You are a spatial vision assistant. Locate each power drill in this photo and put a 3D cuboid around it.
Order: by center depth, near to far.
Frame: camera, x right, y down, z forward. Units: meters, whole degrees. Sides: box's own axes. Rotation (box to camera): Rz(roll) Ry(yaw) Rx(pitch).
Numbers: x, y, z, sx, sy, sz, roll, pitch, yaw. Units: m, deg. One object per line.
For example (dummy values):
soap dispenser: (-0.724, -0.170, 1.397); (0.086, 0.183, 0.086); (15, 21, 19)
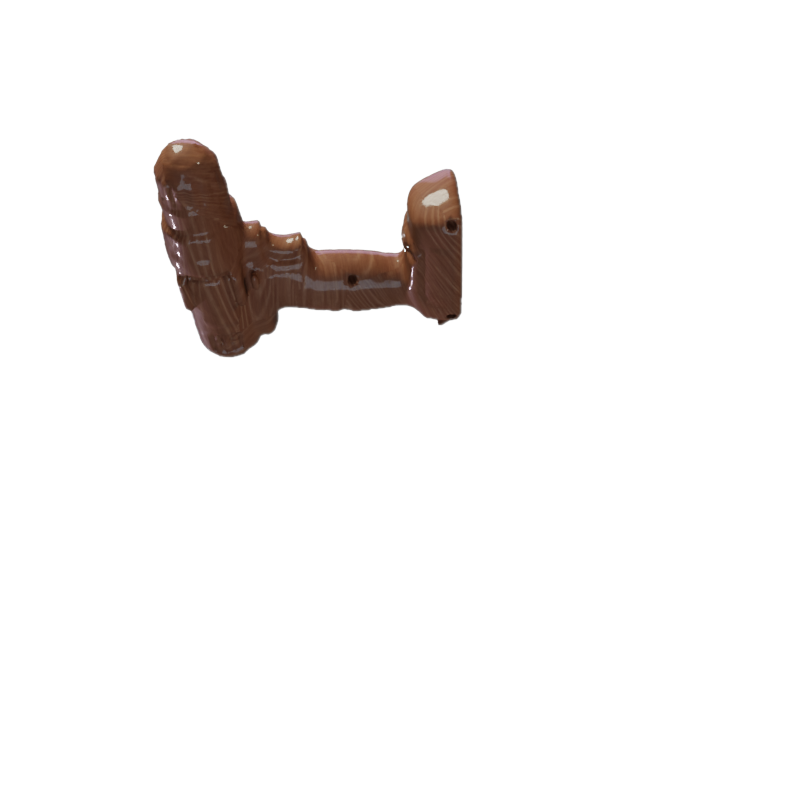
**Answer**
power drill: (-0.056, -0.101, 0.710); (0.188, 0.061, 0.171); (-3, -36, 4)
